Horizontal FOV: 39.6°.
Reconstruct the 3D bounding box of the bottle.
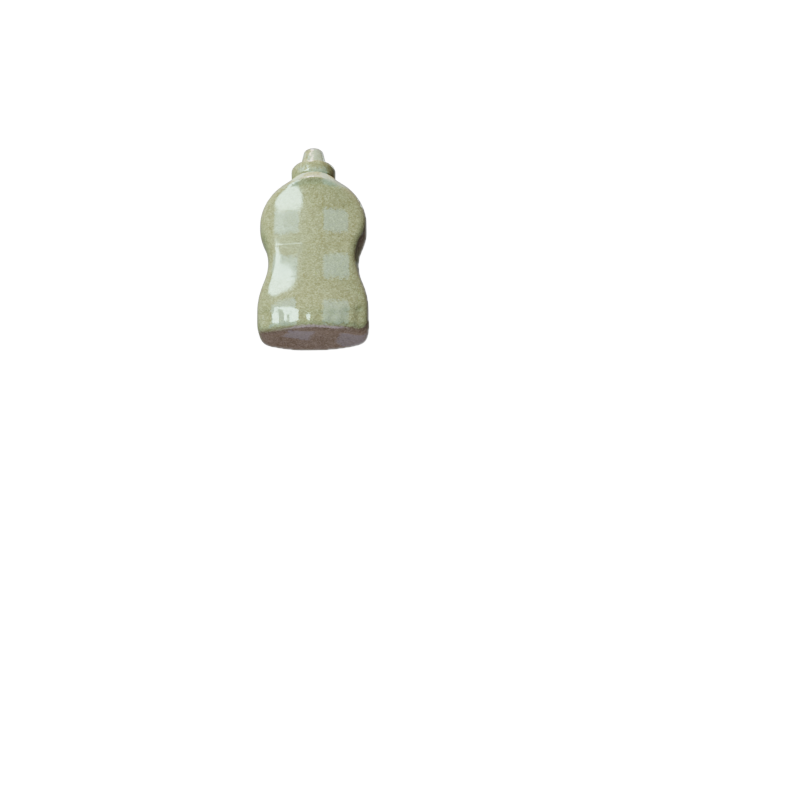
[{"bbox_3d":[-0.078,-0.142,0.995,0.096,0.203,0.055,-3,-26,2],"label":"bottle"}]
